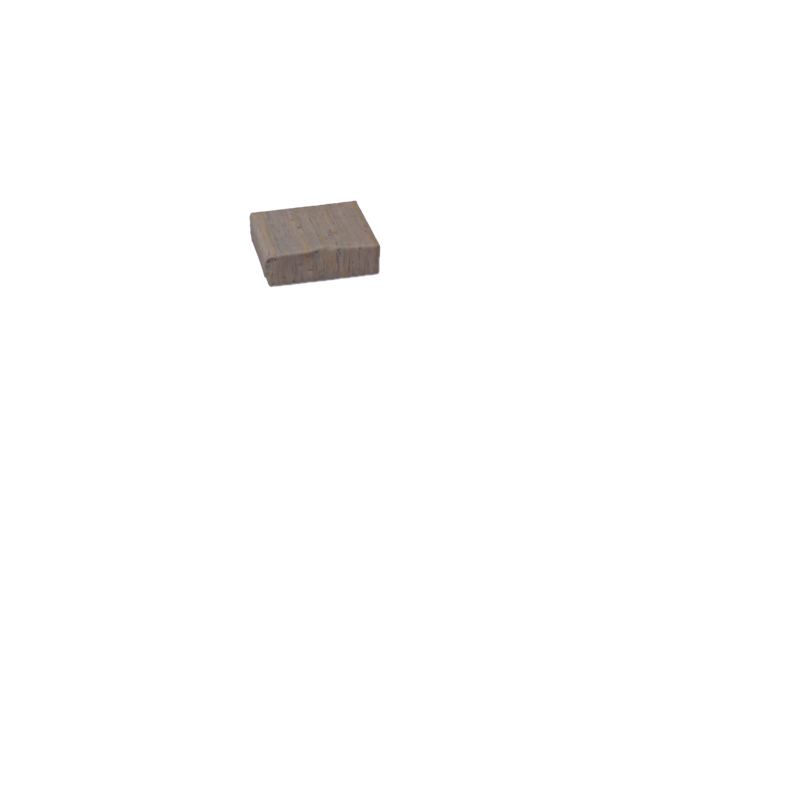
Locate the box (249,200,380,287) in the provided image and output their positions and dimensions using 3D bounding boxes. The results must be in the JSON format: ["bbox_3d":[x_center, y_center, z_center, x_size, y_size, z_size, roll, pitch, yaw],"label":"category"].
[{"bbox_3d":[-0.067,-0.122,0.857,0.088,0.028,0.079,-8,36,-12],"label":"box"}]
